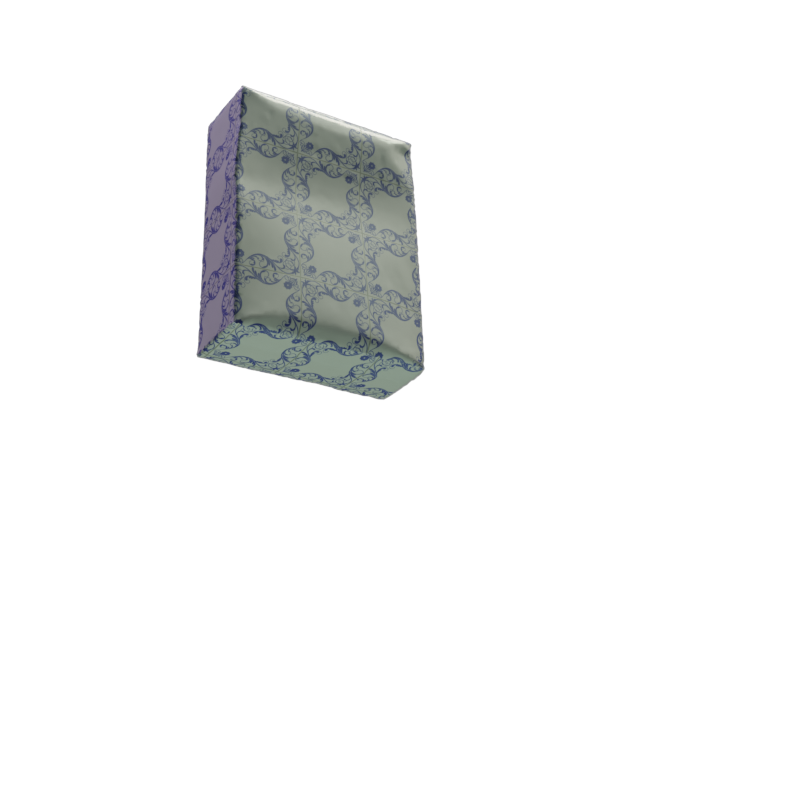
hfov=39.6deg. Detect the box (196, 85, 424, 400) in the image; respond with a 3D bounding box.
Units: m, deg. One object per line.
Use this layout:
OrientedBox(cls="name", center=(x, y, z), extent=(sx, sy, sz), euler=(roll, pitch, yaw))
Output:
OrientedBox(cls="box", center=(-0.068, -0.123, 0.862), extent=(0.157, 0.227, 0.070), euler=(14, -33, -27))
